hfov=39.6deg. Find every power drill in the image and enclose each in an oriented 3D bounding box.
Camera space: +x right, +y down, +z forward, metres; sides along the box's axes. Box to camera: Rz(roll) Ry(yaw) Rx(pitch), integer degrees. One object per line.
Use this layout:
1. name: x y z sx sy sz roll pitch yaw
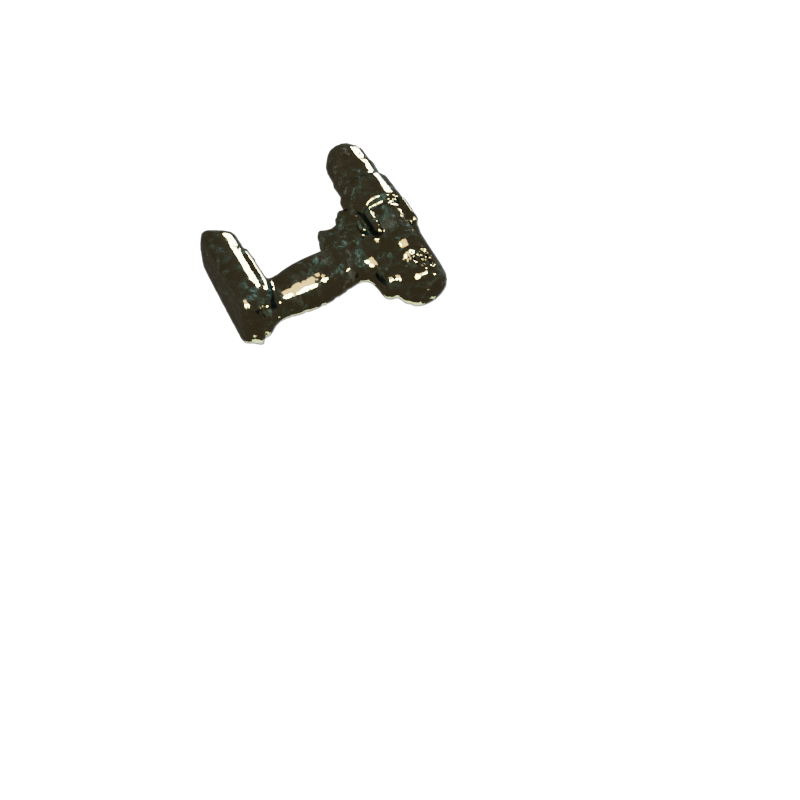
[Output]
1. power drill: -0.076 -0.139 0.975 0.186 0.199 0.054 -22 -33 -15
